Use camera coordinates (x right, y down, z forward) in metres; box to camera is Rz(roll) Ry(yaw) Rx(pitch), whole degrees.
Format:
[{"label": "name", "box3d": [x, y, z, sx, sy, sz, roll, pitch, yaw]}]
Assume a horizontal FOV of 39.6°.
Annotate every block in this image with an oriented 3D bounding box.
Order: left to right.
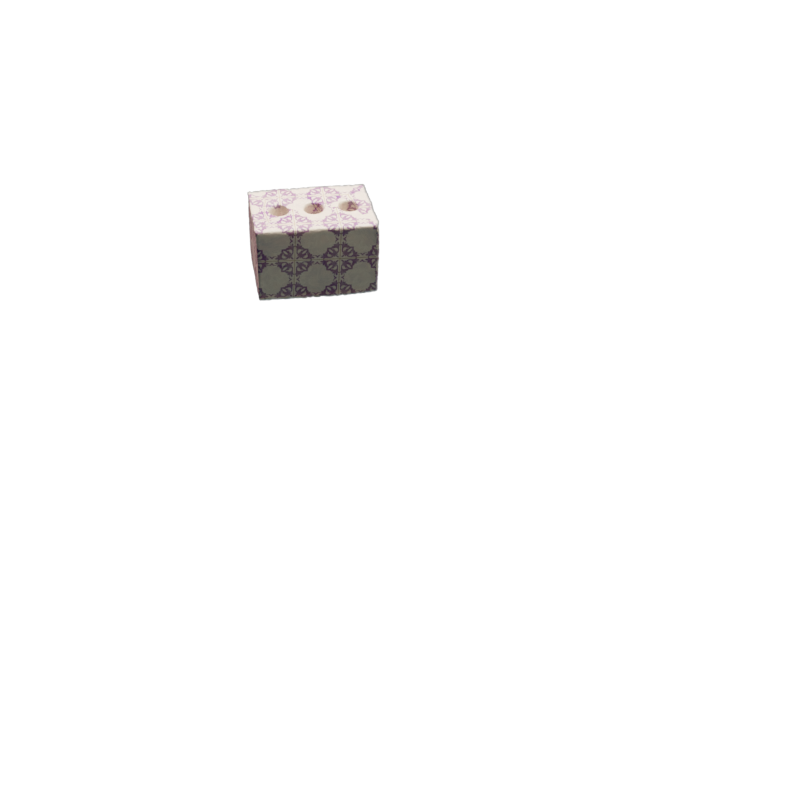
[{"label": "block", "box3d": [-0.055, -0.100, 0.699, 0.077, 0.048, 0.057, -5, 36, -8]}]
